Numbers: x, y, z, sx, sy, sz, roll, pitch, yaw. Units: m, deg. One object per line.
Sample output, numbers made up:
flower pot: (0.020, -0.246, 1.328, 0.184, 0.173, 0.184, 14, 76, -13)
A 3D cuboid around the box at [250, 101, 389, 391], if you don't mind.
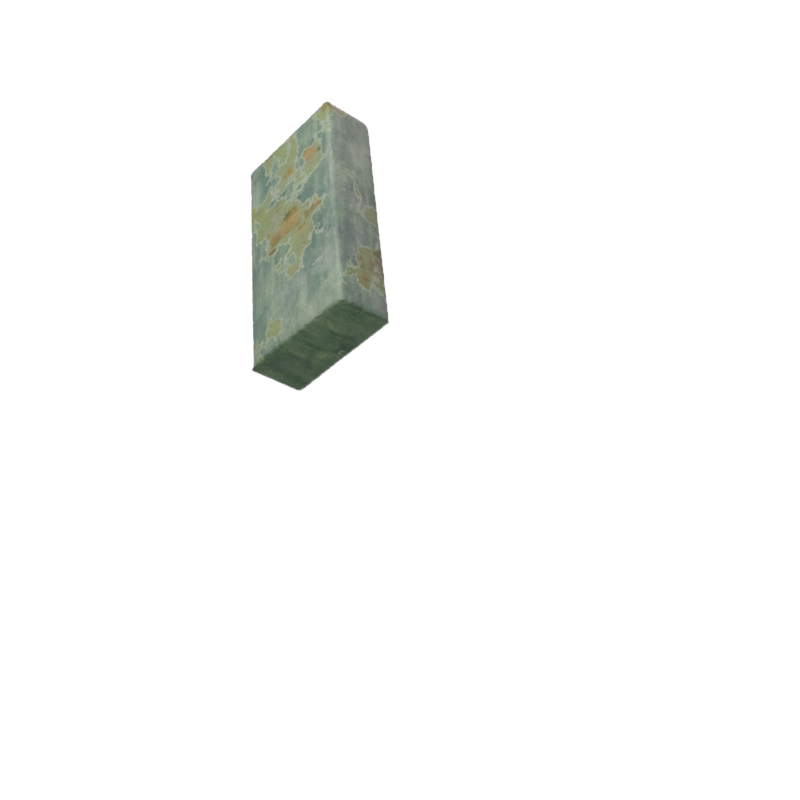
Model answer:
box: (-0.057, -0.105, 0.736, 0.045, 0.189, 0.092, 27, -48, -32)
